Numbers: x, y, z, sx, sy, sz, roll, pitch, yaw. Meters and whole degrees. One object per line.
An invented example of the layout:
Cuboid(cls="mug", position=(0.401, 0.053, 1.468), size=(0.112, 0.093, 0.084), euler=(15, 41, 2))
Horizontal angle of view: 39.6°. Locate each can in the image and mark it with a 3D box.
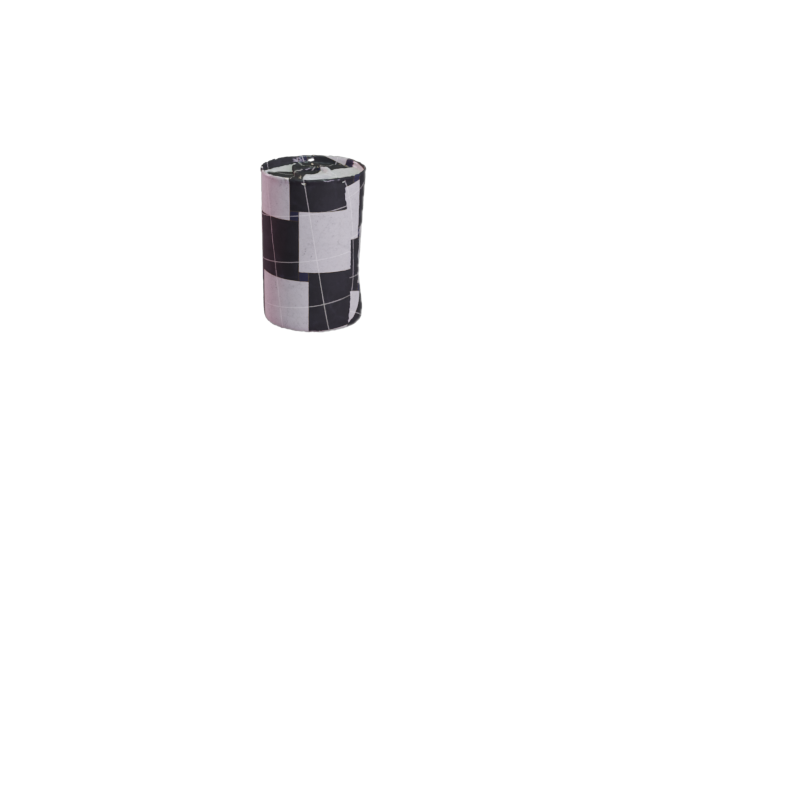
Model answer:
Cuboid(cls="can", position=(-0.057, -0.104, 0.726), size=(0.068, 0.098, 0.072), euler=(0, 21, -2))
